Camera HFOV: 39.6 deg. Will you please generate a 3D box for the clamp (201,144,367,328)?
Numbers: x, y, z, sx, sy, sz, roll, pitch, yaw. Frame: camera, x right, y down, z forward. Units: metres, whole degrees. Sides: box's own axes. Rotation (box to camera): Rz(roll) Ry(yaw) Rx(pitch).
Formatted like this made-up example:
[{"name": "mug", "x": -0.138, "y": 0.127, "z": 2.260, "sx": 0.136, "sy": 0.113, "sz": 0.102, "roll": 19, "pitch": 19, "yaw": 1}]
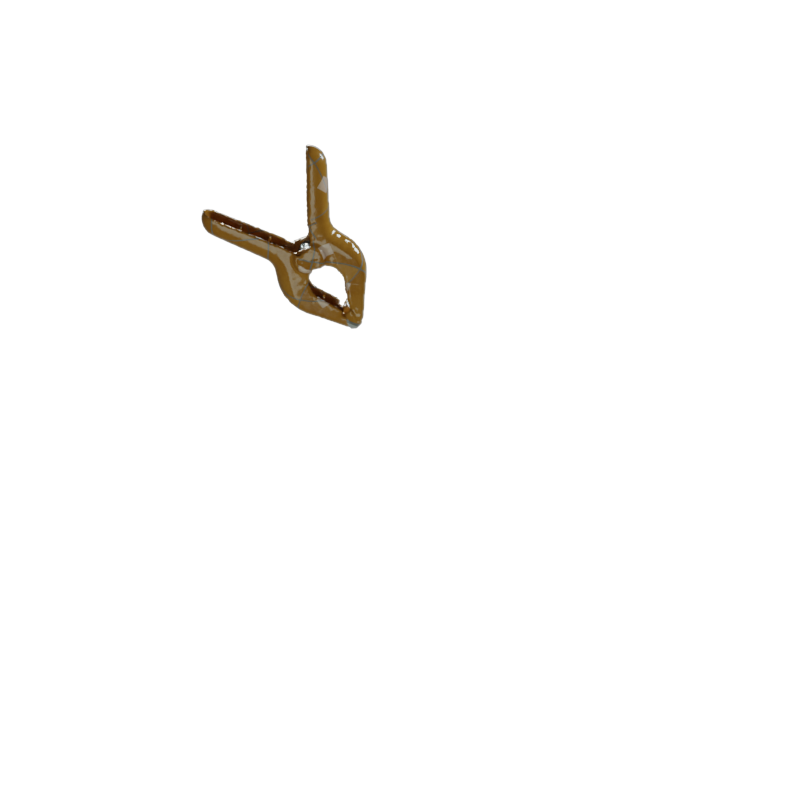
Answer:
[{"name": "clamp", "x": -0.076, "y": -0.138, "z": 0.968, "sx": 0.119, "sy": 0.162, "sz": 0.042, "roll": -36, "pitch": 26, "yaw": 20}]
